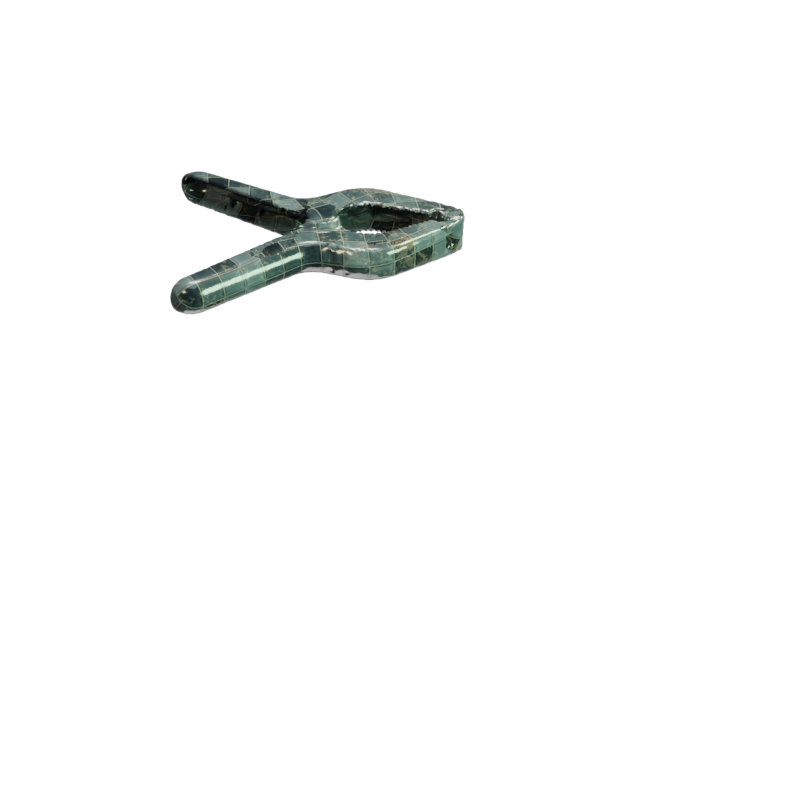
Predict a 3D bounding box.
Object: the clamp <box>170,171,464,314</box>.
[{"bbox_3d":[-0.060,-0.110,0.772,0.211,0.034,0.175,2,38,2],"label":"clamp"}]
